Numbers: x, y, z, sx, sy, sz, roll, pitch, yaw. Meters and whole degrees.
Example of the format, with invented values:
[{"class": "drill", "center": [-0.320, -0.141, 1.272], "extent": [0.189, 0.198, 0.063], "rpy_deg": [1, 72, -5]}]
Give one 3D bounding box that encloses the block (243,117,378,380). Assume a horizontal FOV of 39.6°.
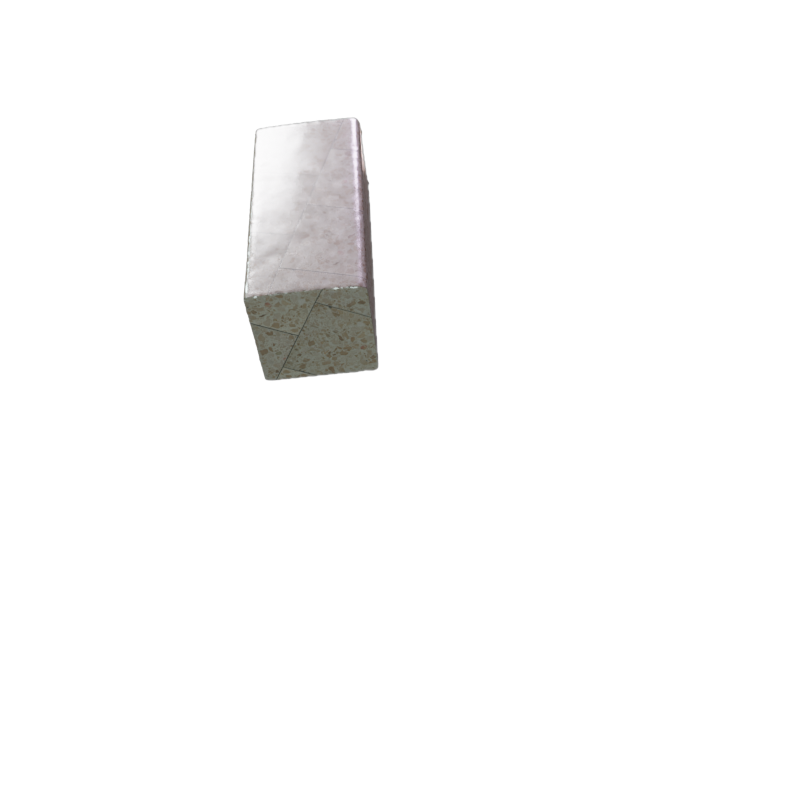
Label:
[{"class": "block", "center": [-0.069, -0.126, 0.884], "extent": [0.090, 0.221, 0.084], "rpy_deg": [-6, -45, 3]}]
